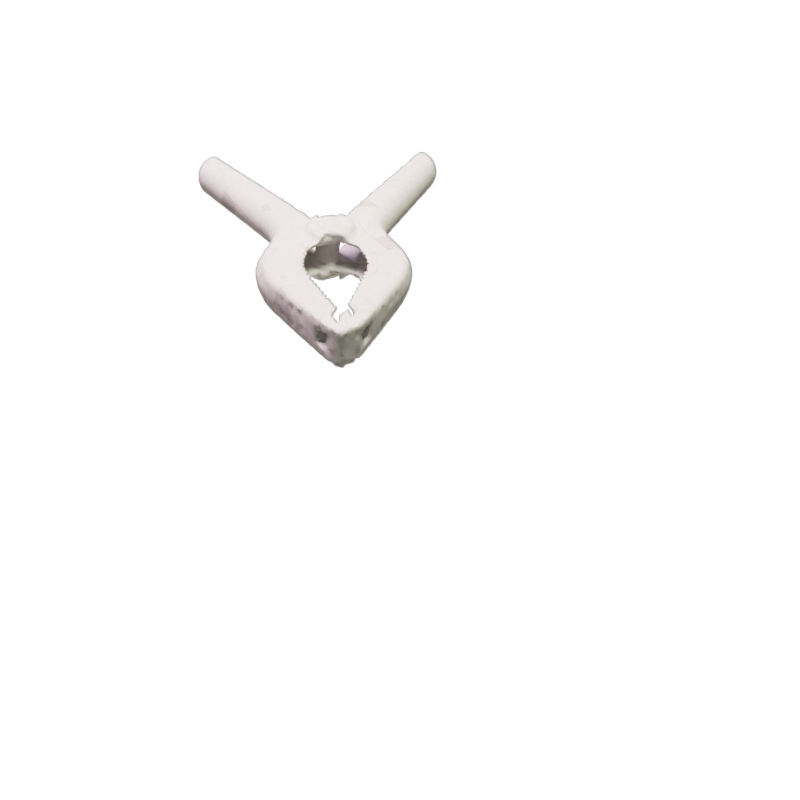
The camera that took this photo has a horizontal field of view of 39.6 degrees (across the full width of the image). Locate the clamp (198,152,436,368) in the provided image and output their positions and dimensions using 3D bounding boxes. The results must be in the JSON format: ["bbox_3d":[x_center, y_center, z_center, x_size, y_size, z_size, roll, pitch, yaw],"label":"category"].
[{"bbox_3d":[-0.055,-0.100,0.703,0.165,0.034,0.225,0,40,0],"label":"clamp"}]
